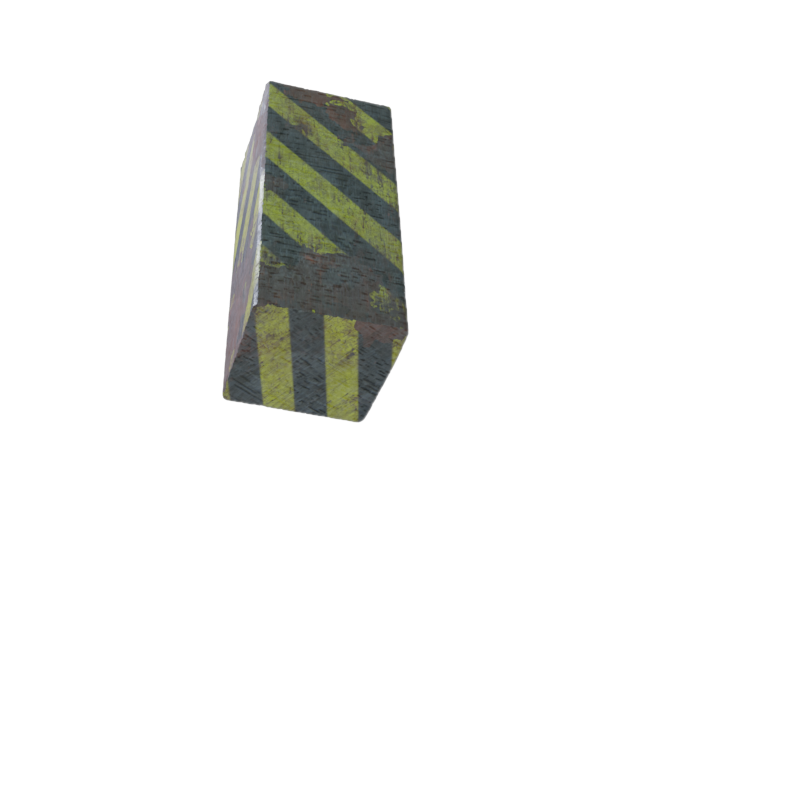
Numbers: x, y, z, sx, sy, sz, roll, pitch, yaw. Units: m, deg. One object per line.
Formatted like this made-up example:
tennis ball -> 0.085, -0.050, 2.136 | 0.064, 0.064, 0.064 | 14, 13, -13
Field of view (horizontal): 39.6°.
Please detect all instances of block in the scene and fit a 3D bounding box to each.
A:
block -> -0.055, -0.101, 0.708 | 0.089, 0.221, 0.086 | 10, -44, -14
